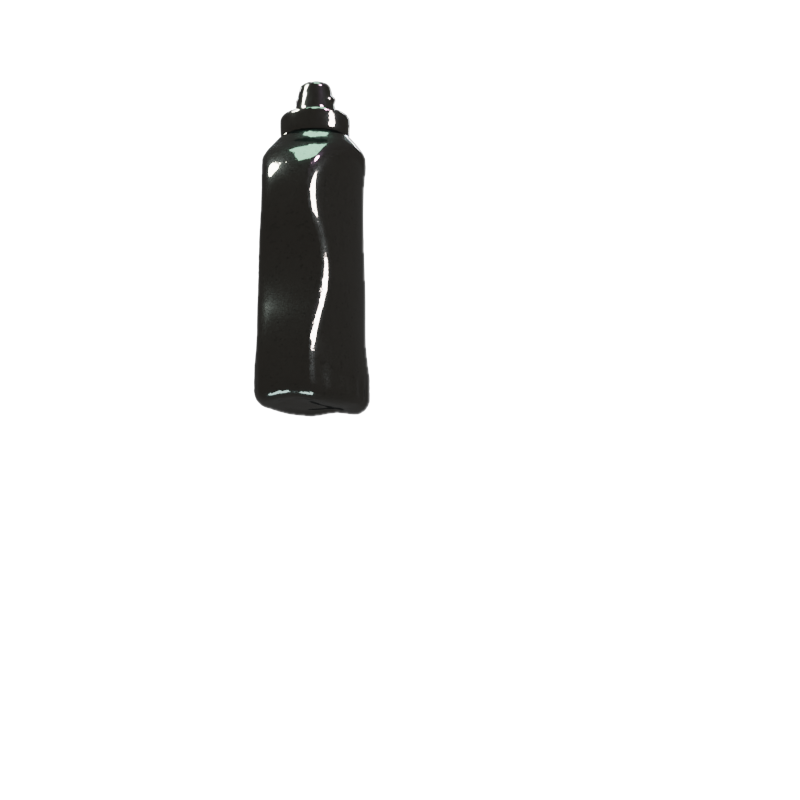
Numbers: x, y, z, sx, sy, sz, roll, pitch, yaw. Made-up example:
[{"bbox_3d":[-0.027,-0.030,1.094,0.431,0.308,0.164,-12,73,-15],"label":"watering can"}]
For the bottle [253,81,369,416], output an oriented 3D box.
[{"bbox_3d":[-0.049,-0.091,0.637,0.059,0.198,0.091,-6,-14,17],"label":"bottle"}]
